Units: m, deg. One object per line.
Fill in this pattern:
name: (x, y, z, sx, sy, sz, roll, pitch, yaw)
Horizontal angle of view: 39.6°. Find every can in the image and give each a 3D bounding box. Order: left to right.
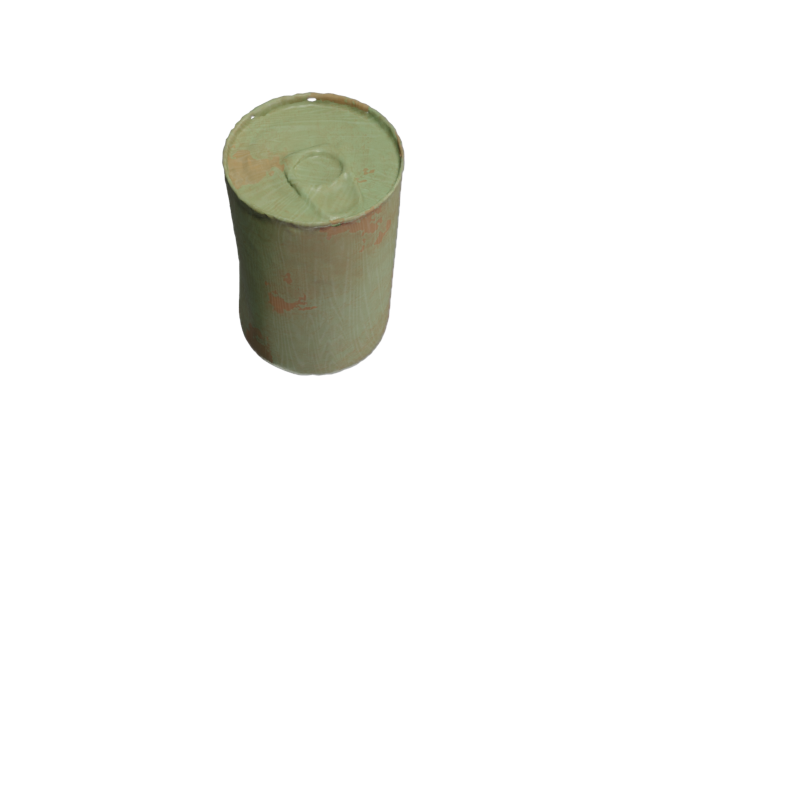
can: (-0.035, -0.064, 0.450, 0.068, 0.073, 0.095, 0, -36, -3)
